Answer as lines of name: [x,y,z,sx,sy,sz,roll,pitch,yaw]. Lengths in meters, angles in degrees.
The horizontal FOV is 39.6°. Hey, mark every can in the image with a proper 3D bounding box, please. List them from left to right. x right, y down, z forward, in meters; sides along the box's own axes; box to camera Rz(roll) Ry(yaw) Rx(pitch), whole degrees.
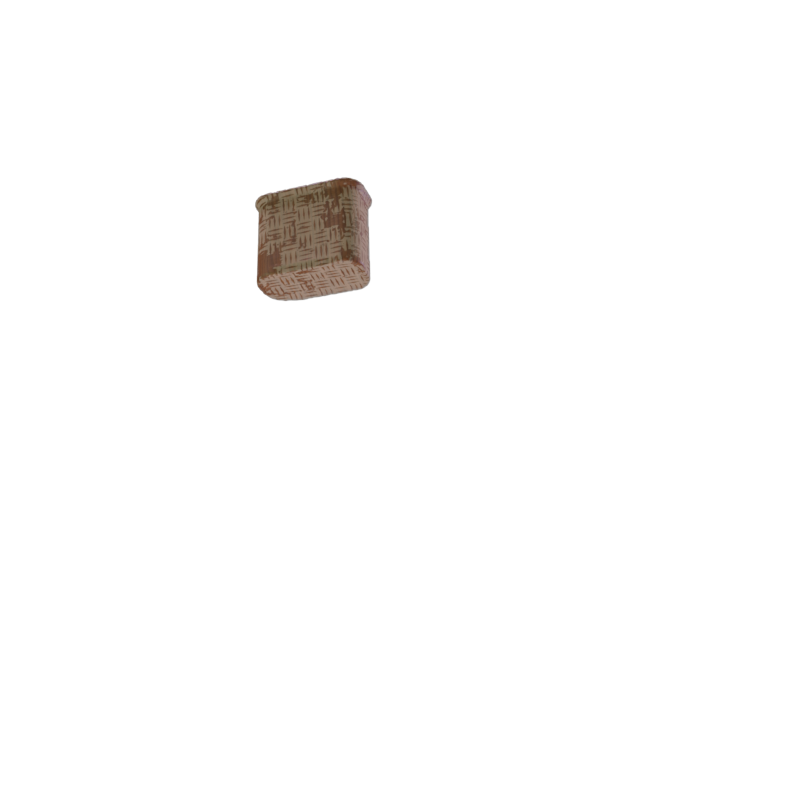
can: [-0.076,-0.138,0.968,0.103,0.089,0.053,-10,-30,17]
